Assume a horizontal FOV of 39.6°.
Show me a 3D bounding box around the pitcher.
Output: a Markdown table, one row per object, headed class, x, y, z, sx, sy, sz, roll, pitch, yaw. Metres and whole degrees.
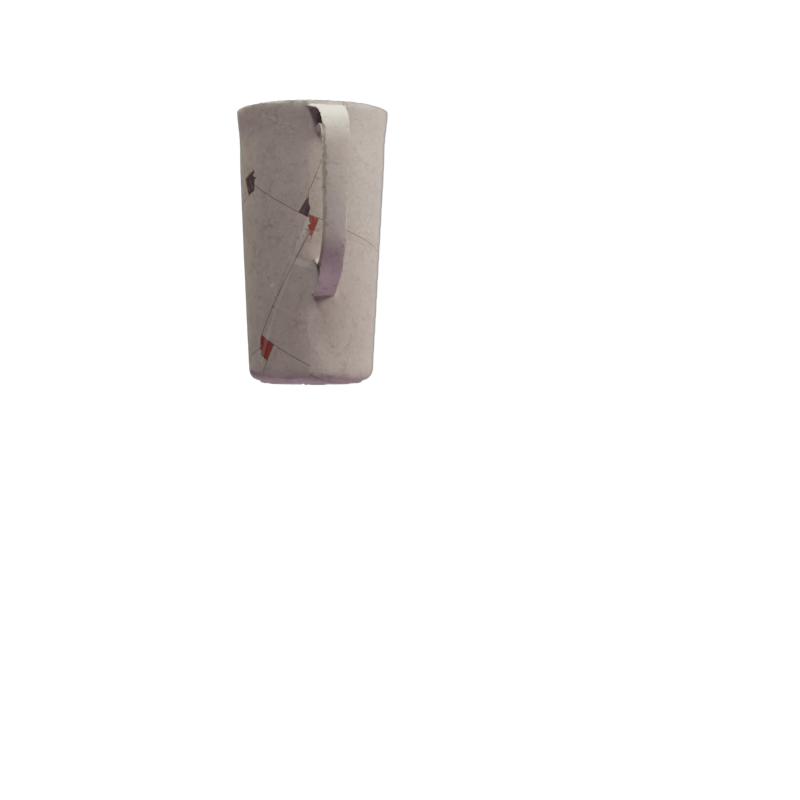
| class | x | y | z | sx | sy | sz | roll | pitch | yaw |
| --- | --- | --- | --- | --- | --- | --- | --- | --- | --- |
| pitcher | -0.075 | -0.137 | 0.960 | 0.150 | 0.245 | 0.143 | -1 | -2 | 30 |
